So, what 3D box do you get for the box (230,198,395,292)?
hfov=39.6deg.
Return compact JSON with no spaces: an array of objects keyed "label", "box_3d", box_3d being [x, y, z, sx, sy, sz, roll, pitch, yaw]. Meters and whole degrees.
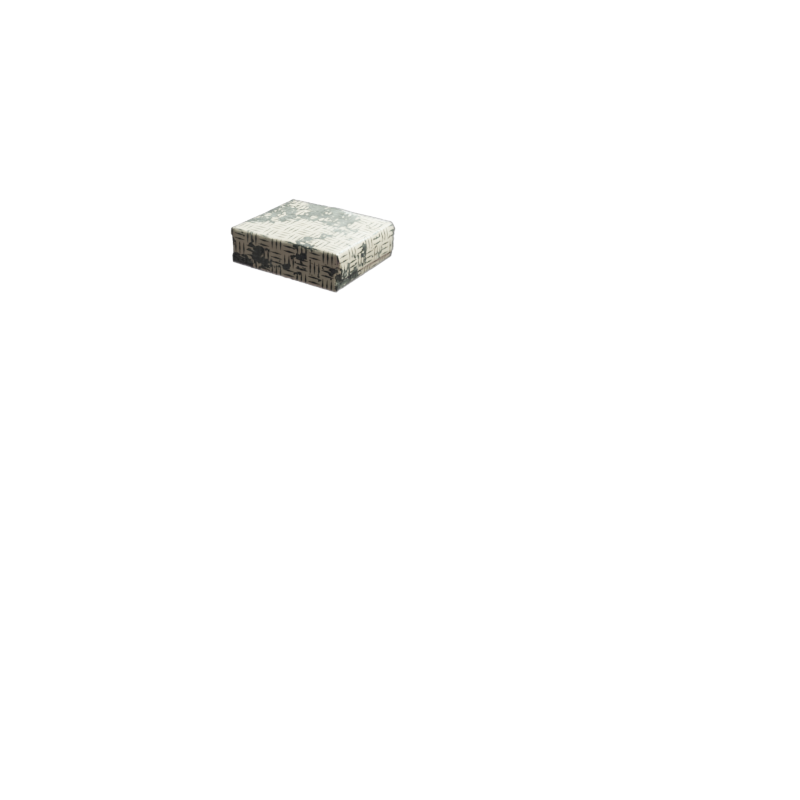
[{"label":"box","box_3d":[-0.060,-0.109,0.764,0.094,0.029,0.073,17,32,29]}]
